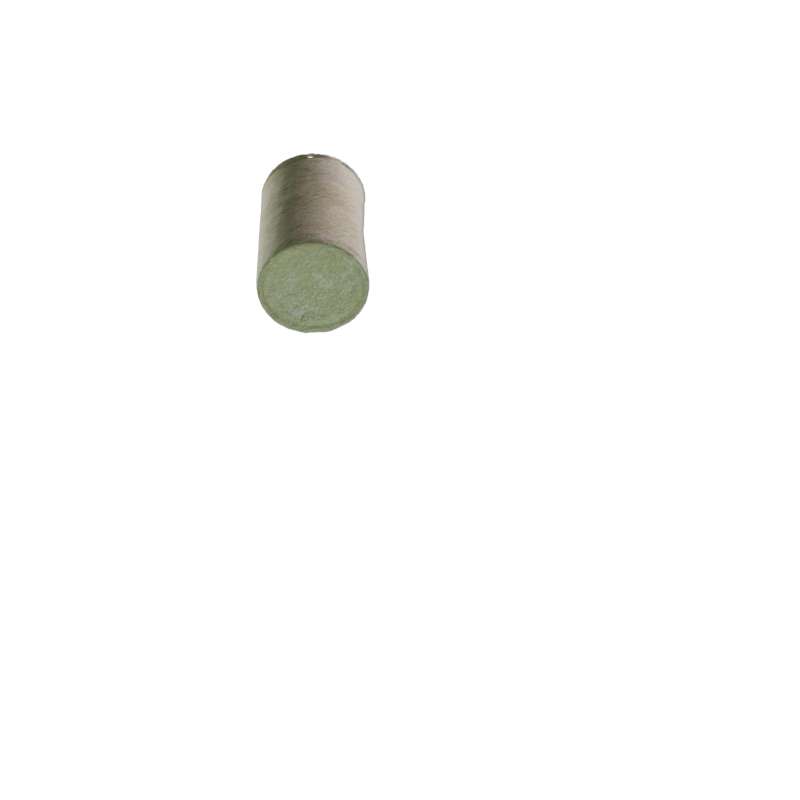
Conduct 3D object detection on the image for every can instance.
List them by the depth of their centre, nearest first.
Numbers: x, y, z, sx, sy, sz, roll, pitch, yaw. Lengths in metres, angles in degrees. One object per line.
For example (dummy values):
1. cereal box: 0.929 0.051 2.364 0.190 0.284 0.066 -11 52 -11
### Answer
1. can: -0.053 -0.097 0.683 0.068 0.064 0.109 -1 39 -3
